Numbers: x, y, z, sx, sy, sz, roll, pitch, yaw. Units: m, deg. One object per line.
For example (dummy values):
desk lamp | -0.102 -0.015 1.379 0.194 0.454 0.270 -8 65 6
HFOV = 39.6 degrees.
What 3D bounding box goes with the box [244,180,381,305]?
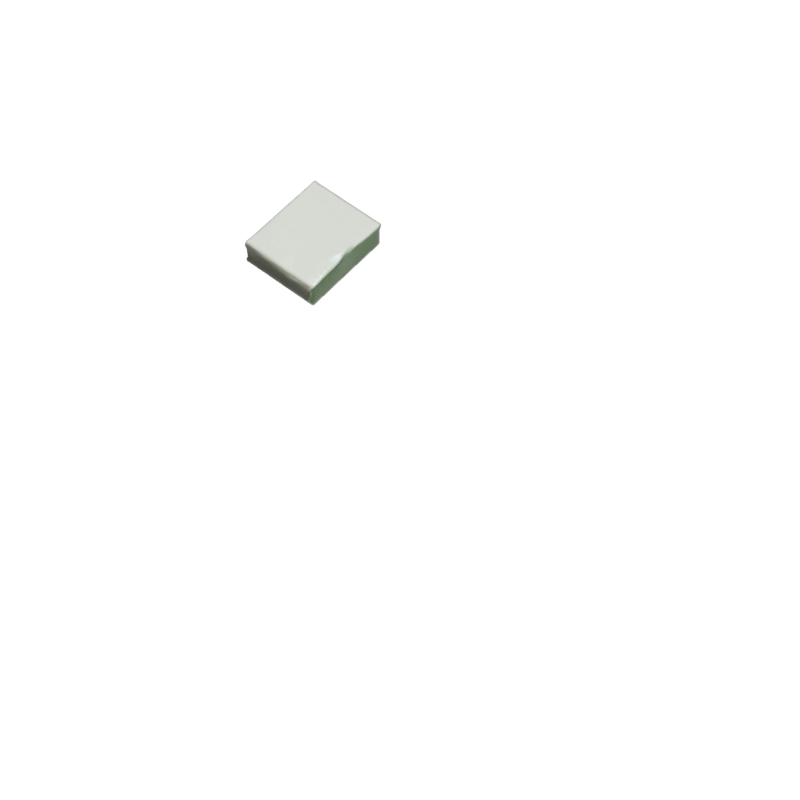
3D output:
box | -0.071 -0.129 0.906 0.077 0.091 0.028 34 -29 21
